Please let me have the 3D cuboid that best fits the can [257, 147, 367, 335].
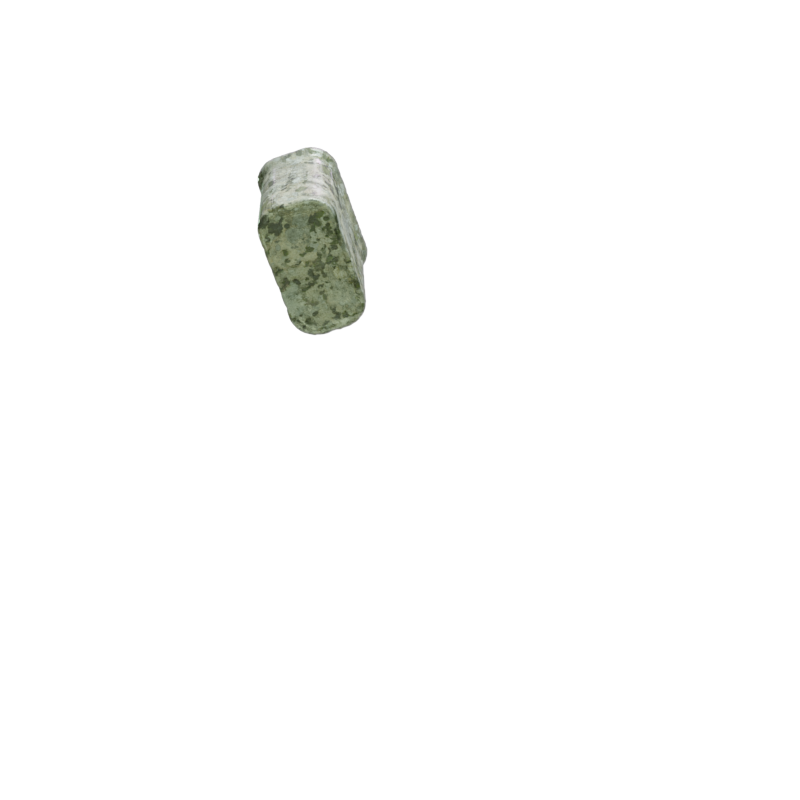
[{"bbox_3d":[-0.058,-0.106,0.743,0.058,0.096,0.089,-17,28,7],"label":"can"}]
